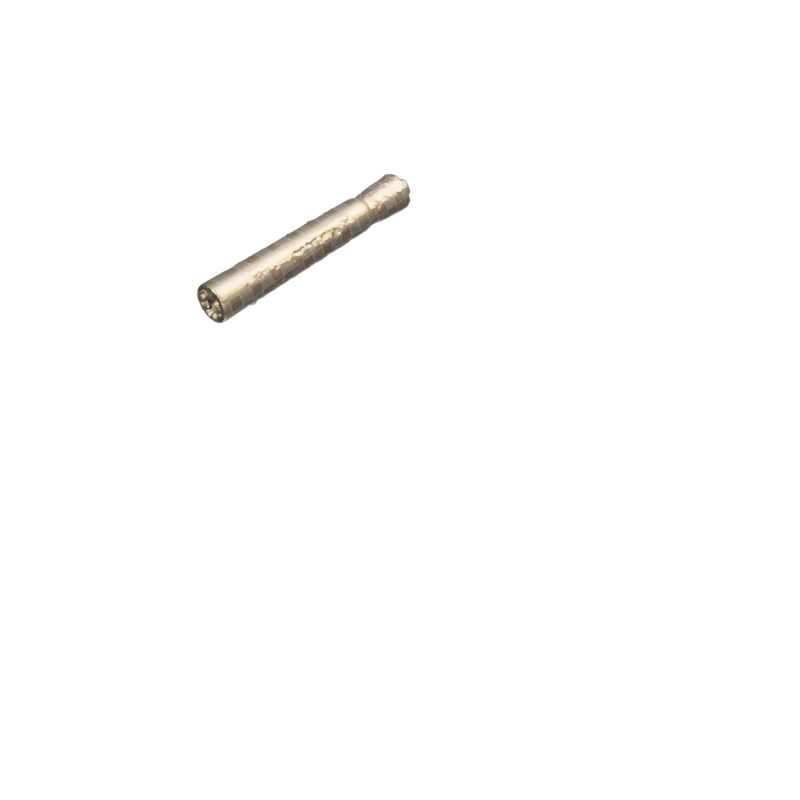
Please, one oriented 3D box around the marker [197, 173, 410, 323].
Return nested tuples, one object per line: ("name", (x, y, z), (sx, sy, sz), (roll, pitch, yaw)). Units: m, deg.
("marker", (-0.039, -0.071, 0.499), (0.122, 0.019, 0.021), (-37, 25, -32))
